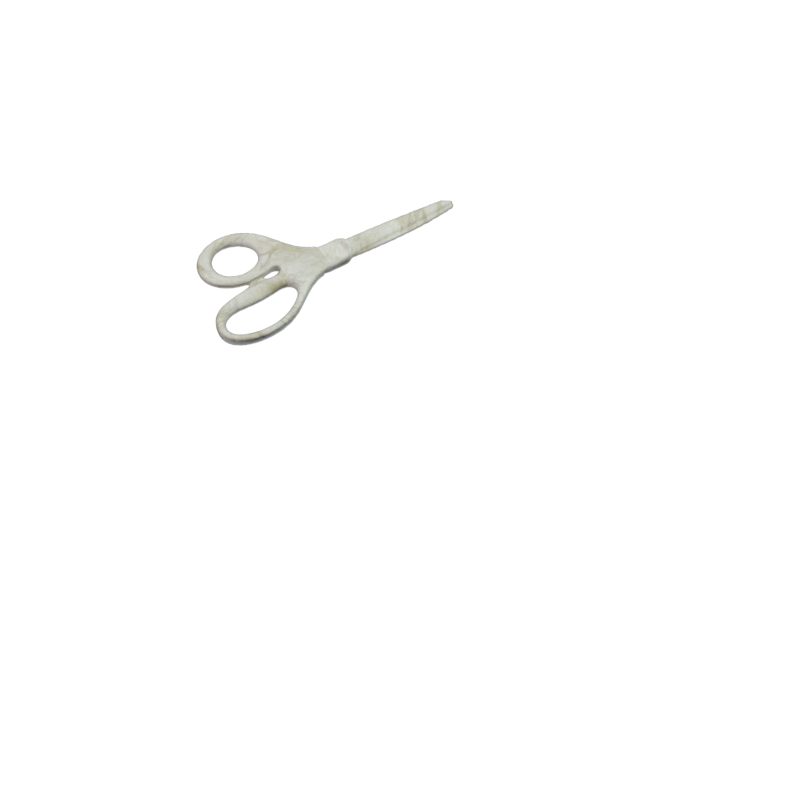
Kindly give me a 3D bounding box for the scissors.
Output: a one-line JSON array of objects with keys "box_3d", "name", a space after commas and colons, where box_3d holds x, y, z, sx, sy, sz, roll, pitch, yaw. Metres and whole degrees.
[{"box_3d": [-0.064, -0.117, 0.821, 0.204, 0.101, 0.015, -40, -22, -20], "name": "scissors"}]
